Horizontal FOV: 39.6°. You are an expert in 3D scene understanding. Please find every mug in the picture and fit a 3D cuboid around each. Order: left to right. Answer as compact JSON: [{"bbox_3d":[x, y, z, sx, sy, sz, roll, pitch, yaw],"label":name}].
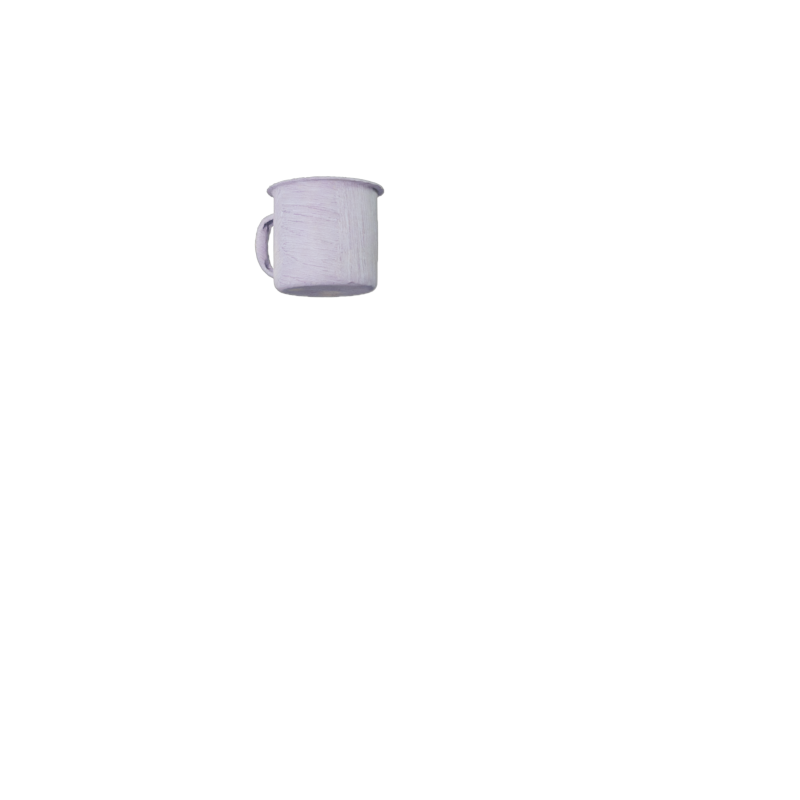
[{"bbox_3d":[-0.069,-0.125,0.876,0.121,0.083,0.089,-3,-7,34],"label":"mug"}]
